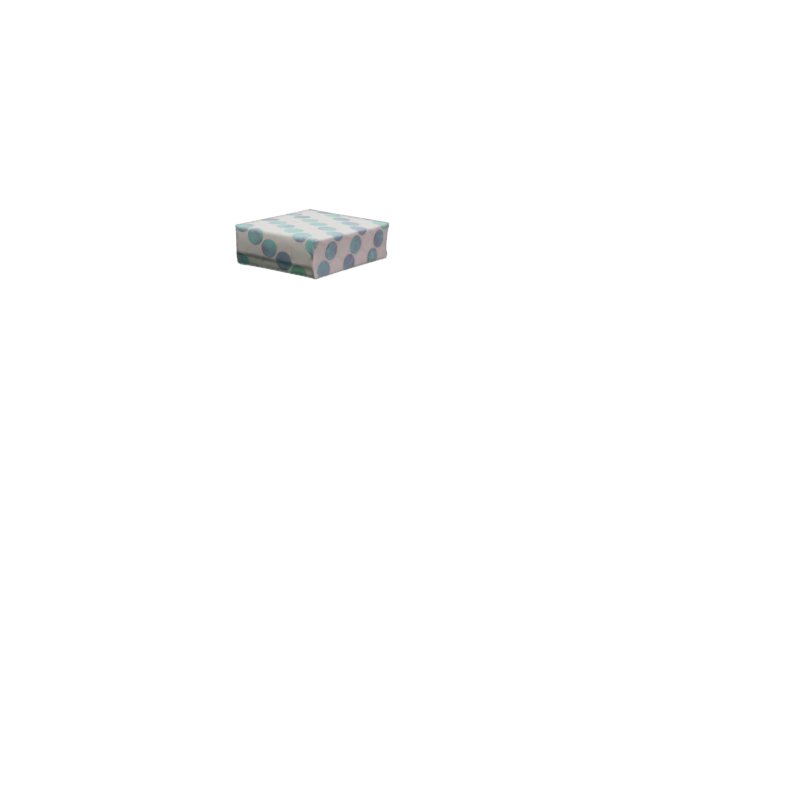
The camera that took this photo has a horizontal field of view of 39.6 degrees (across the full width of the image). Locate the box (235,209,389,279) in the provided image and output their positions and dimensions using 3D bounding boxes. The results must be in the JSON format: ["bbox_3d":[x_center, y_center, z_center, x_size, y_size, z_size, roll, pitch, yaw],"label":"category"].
[{"bbox_3d":[-0.077,-0.140,0.979,0.094,0.037,0.112,13,23,32],"label":"box"}]
